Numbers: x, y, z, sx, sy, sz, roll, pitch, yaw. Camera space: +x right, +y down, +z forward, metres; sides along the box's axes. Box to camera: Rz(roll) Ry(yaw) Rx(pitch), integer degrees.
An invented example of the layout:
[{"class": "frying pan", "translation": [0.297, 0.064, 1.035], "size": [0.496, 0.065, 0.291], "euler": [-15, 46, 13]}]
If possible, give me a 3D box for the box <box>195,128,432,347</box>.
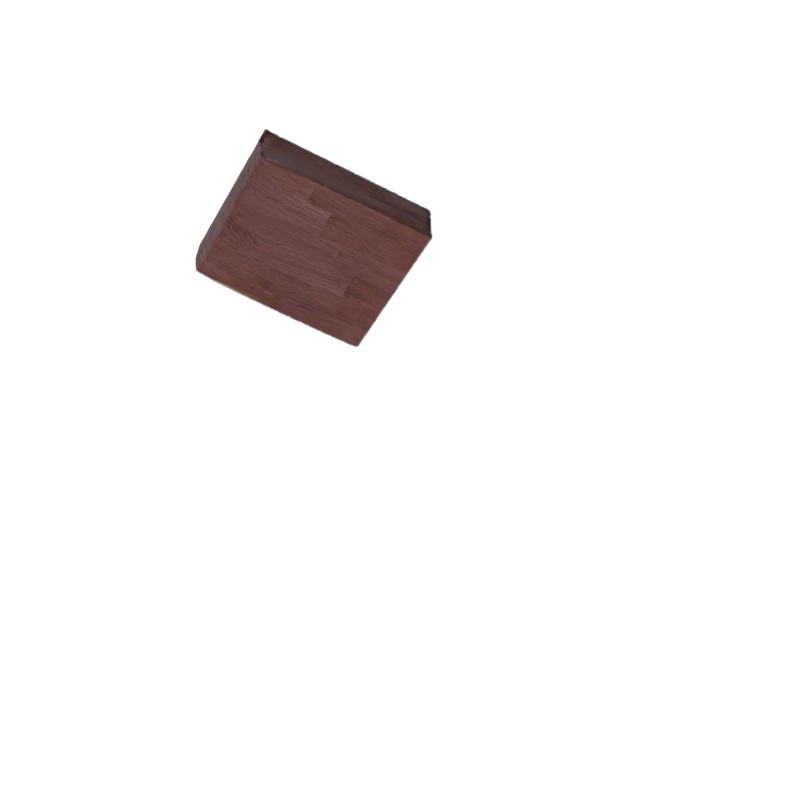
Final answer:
[{"class": "box", "translation": [-0.051, -0.092, 0.647], "size": [0.110, 0.087, 0.041], "euler": [25, 30, -16]}]
